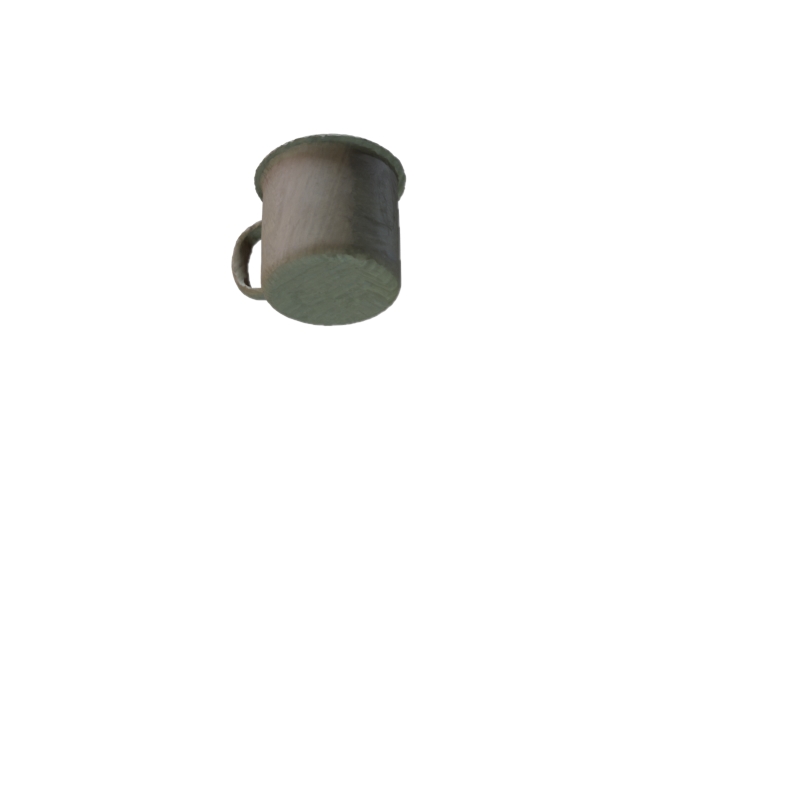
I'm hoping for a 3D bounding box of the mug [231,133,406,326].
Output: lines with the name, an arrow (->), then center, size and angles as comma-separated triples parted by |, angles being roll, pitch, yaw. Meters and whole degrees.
mug -> -0.052, -0.094, 0.661 | 0.118, 0.087, 0.086 | -16, -33, 24
